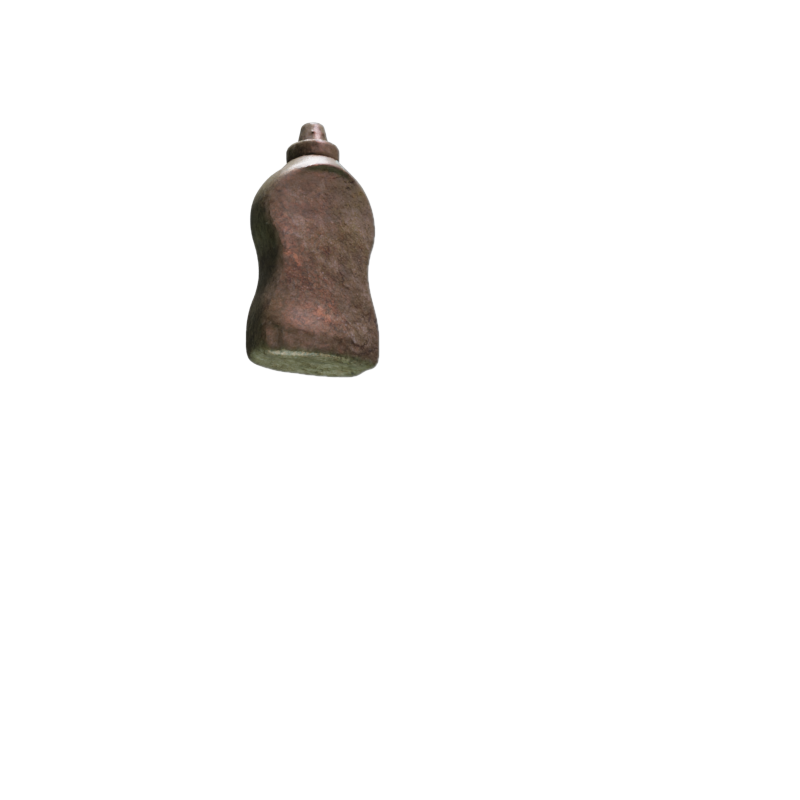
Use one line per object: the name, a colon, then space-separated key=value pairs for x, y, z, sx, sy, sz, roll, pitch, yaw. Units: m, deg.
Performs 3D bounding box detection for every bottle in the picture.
bottle: x=-0.065 y=-0.117 z=0.822 sx=0.092 sy=0.201 sz=0.058 roll=8 pitch=-22 yaw=-25
